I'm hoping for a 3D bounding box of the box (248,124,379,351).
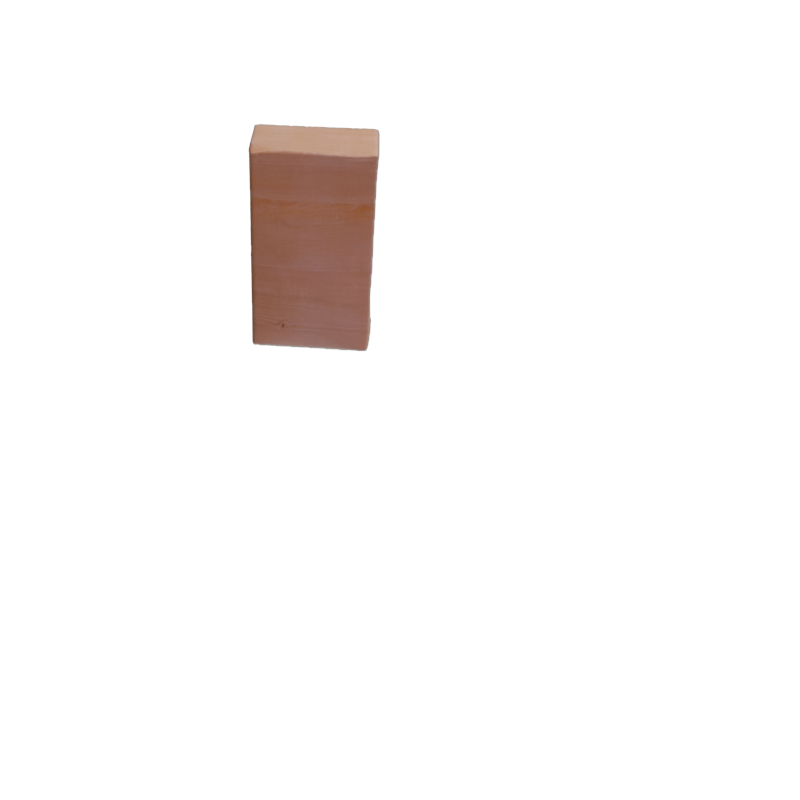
[{"bbox_3d":[-0.065,-0.118,0.828,0.094,0.164,0.051,3,40,1],"label":"box"}]
